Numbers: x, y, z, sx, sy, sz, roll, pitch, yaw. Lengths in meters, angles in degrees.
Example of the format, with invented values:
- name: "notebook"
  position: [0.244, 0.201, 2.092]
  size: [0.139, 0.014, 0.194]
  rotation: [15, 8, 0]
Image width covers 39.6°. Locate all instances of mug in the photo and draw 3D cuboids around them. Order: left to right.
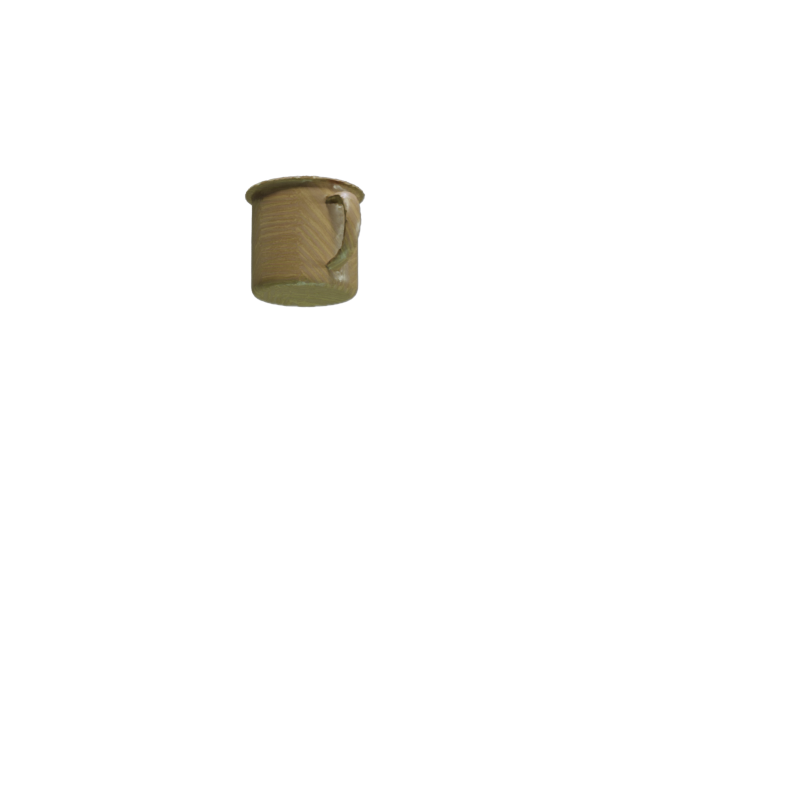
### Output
- name: "mug"
  position: [-0.066, -0.120, 0.838]
  size: [0.089, 0.084, 0.119]
  rotation: [8, -14, -36]
